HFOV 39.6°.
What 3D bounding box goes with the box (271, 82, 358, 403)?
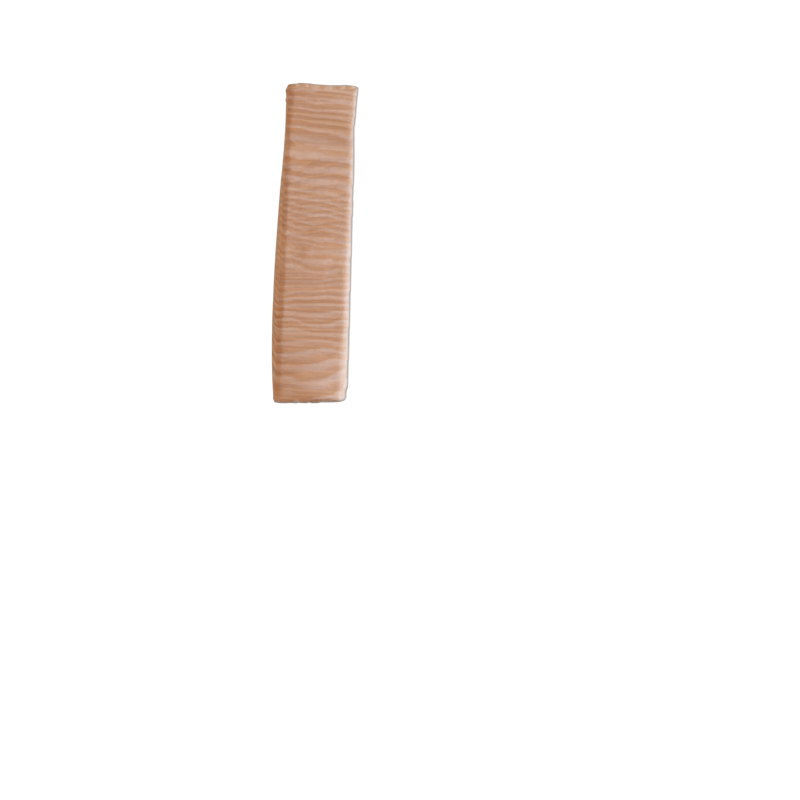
[{"bbox_3d":[-0.051,-0.092,0.648,0.048,0.175,0.095,0,4,-5],"label":"box"}]
